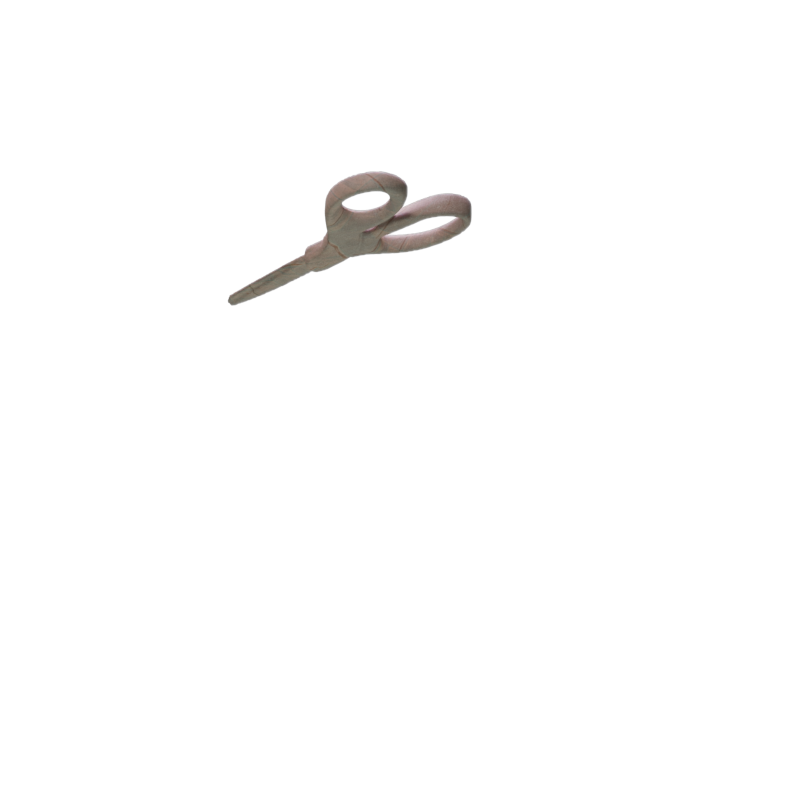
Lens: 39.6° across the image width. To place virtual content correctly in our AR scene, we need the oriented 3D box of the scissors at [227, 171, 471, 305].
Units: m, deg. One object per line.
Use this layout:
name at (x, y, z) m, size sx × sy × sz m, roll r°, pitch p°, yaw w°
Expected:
scissors at (-0.054, -0.099, 0.692) m, size 0.205 × 0.017 × 0.090 m, roll -12°, pitch -24°, yaw 29°
